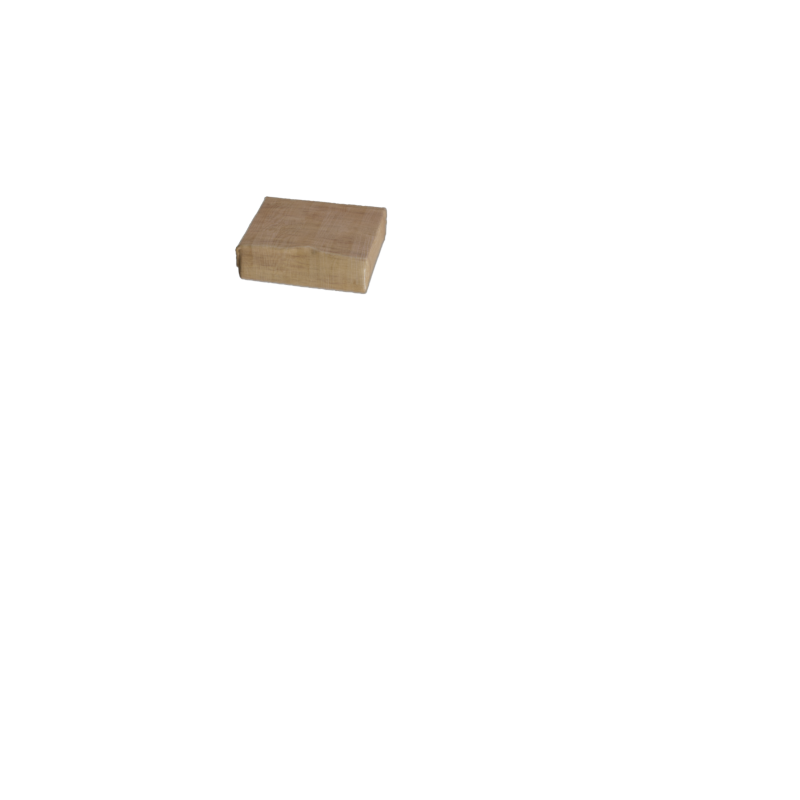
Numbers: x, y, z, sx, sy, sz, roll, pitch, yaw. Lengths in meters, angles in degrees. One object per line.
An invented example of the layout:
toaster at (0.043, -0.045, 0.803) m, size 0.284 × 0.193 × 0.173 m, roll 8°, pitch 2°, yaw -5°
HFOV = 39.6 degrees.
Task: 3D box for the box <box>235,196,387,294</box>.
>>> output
box at (-0.059, -0.107, 0.747) m, size 0.091 × 0.028 × 0.077 m, roll 7°, pitch 35°, yaw 9°
